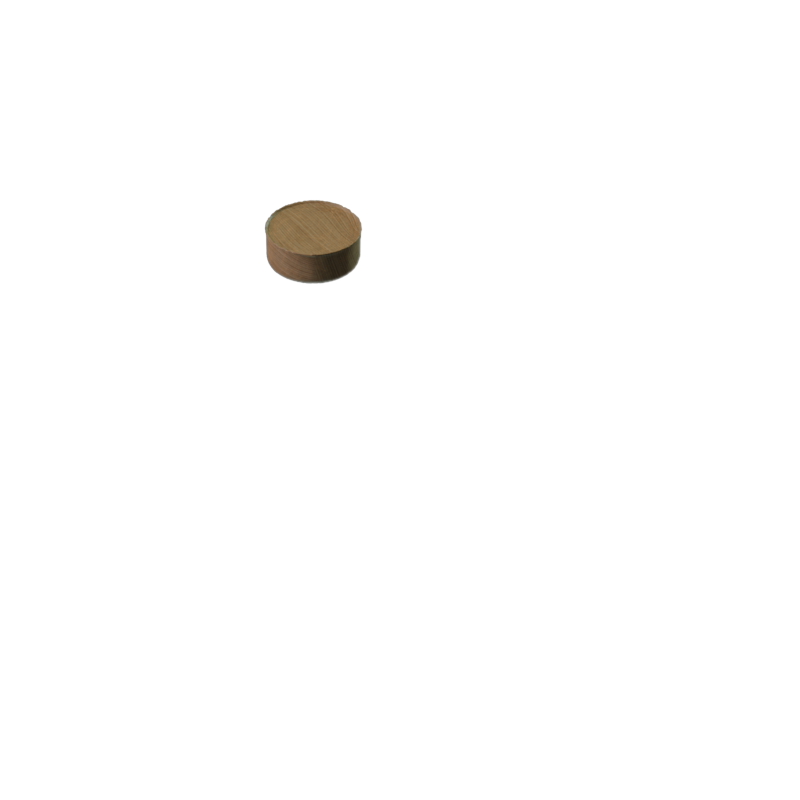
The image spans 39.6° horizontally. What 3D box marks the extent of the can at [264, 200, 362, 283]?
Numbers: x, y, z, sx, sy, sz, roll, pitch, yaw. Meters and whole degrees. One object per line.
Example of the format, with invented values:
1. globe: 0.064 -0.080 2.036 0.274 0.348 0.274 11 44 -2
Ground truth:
1. can: -0.077 -0.141 0.986 0.086 0.031 0.092 -1 40 -2
